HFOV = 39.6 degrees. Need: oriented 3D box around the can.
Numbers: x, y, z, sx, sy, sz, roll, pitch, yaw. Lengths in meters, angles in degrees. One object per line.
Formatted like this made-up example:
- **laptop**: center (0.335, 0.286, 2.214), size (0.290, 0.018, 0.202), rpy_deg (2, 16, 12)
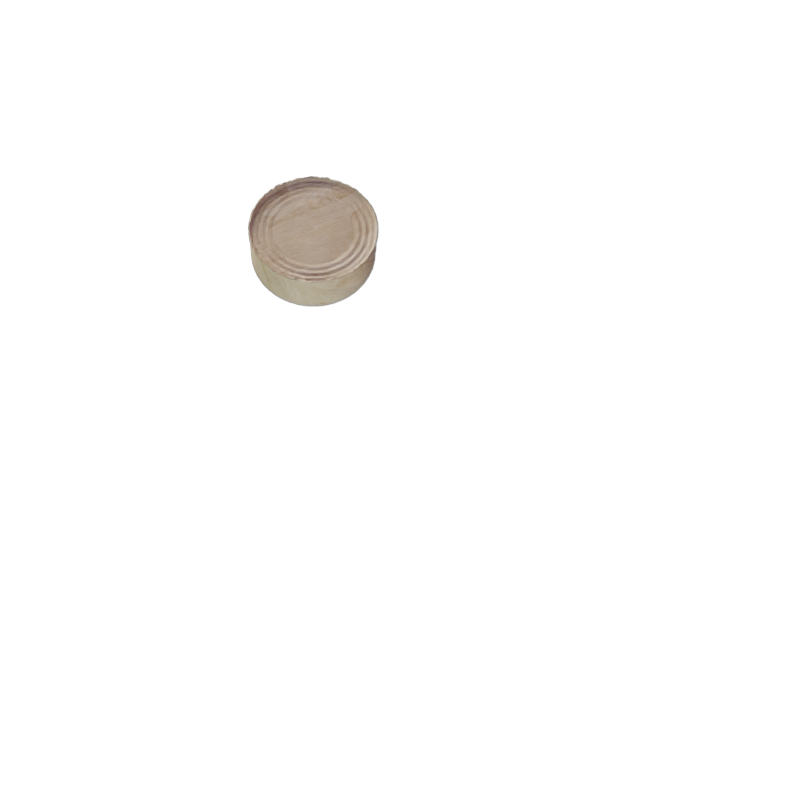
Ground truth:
- **can**: center (-0.058, -0.105, 0.739), size (0.086, 0.092, 0.031), rpy_deg (-1, -32, -1)
